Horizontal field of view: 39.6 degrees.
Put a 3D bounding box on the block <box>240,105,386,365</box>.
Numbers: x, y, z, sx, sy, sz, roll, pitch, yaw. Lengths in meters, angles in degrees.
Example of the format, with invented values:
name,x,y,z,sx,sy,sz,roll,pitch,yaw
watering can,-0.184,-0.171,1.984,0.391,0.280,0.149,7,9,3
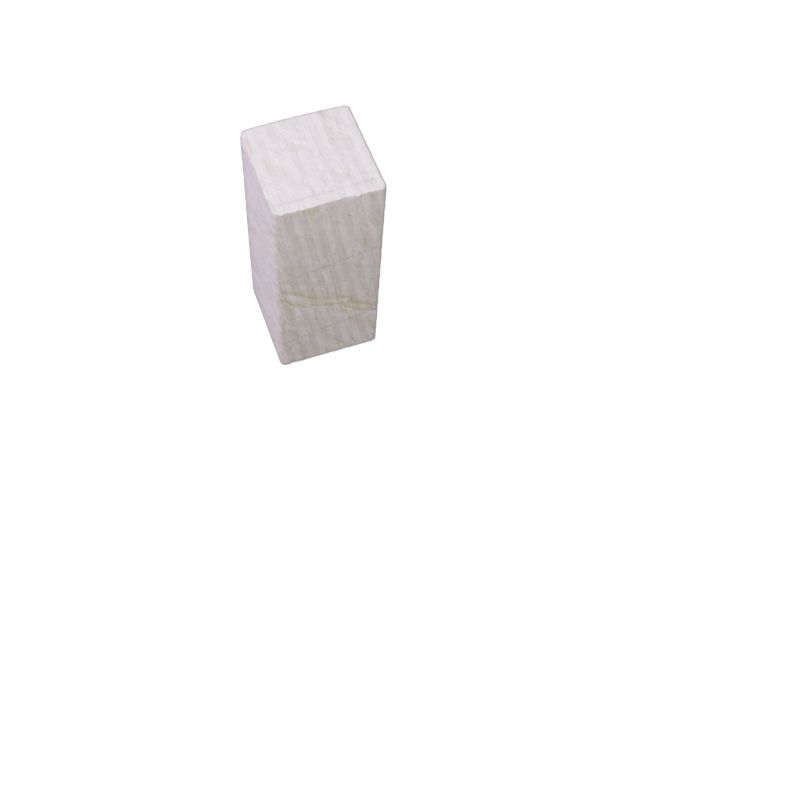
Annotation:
name,x,y,z,sx,sy,sz,roll,pitch,yaw
block,-0.071,-0.129,0.902,0.089,0.097,0.193,-16,-30,-13
